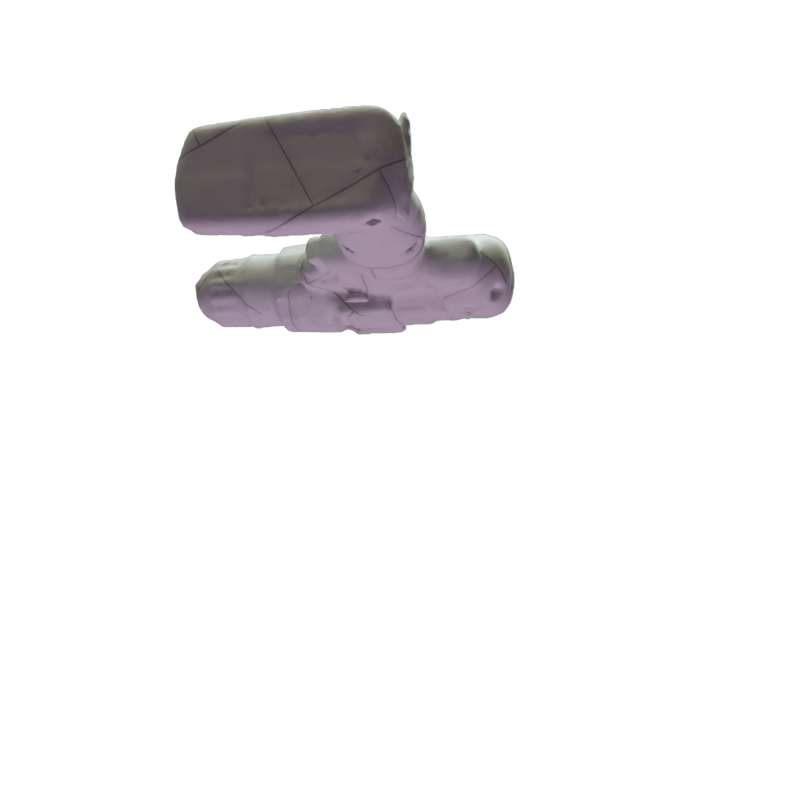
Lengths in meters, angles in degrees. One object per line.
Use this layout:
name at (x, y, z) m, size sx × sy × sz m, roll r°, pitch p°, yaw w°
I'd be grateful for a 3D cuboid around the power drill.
power drill at (-0.044, -0.081, 0.568) m, size 0.187 × 0.060 × 0.177 m, roll -4°, pitch -14°, yaw 15°
